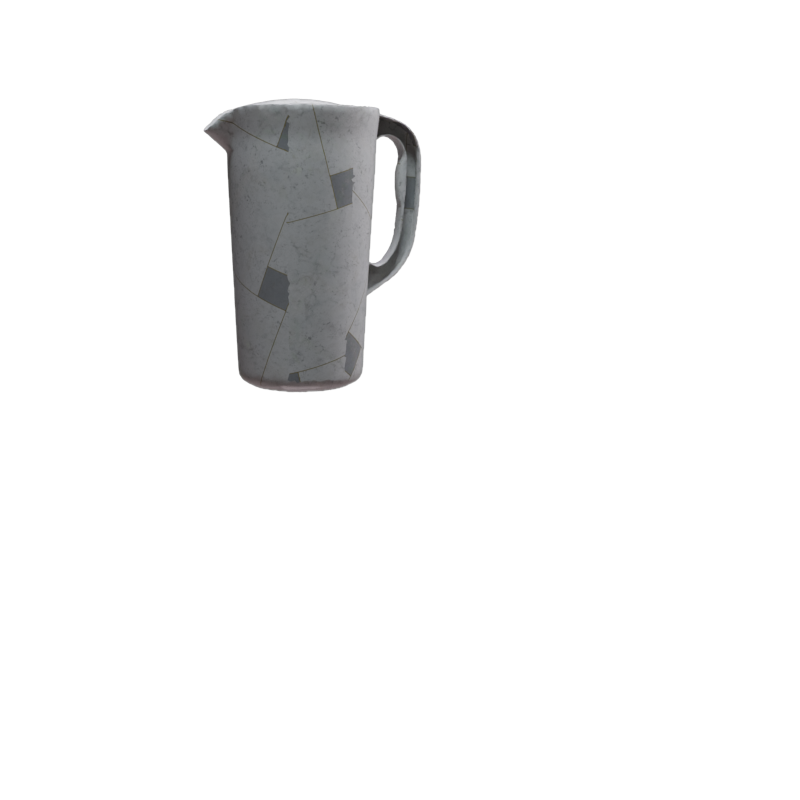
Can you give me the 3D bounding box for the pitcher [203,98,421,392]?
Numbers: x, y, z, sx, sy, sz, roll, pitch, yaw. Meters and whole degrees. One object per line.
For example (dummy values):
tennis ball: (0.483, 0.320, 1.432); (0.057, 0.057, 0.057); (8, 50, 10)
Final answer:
pitcher: (-0.075, -0.136, 0.954); (0.154, 0.240, 0.142); (4, 7, 27)
